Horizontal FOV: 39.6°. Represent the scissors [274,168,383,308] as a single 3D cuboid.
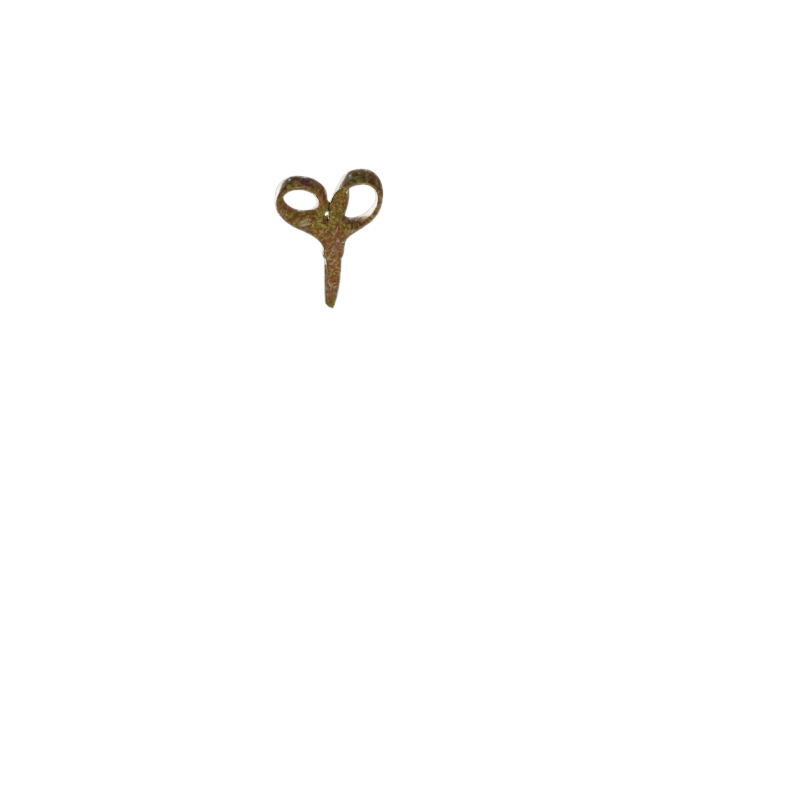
[{"bbox_3d":[-0.074,-0.135,0.947,0.094,0.017,0.194,10,-30,-17],"label":"scissors"}]
